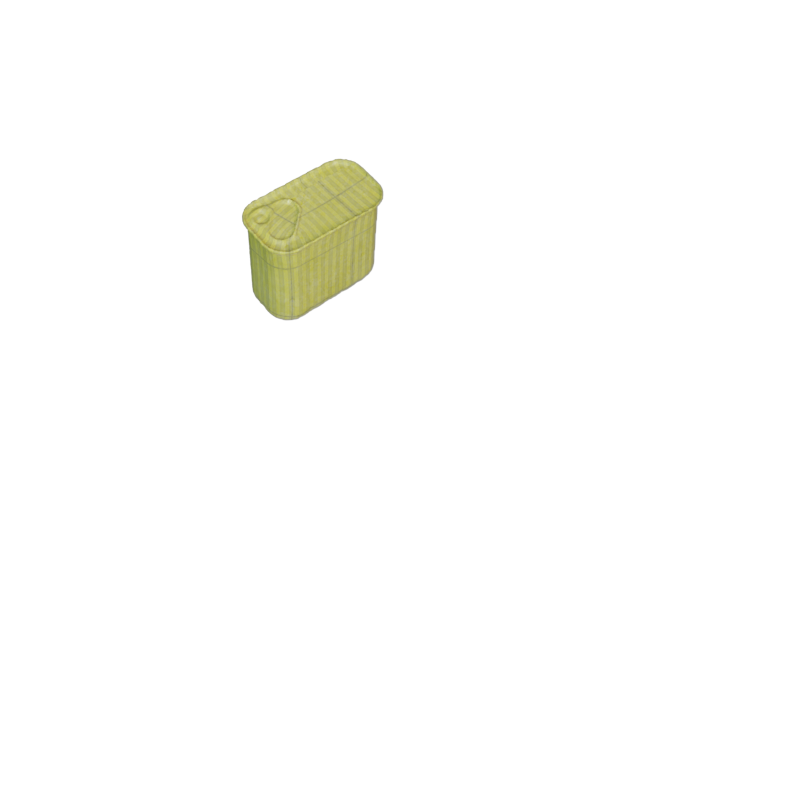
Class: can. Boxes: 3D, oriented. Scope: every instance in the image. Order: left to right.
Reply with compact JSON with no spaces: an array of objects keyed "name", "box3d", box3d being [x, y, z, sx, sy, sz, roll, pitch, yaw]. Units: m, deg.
[{"name":"can","box3d":[-0.064,-0.117,0.821,0.102,0.061,0.078,-32,-29,-23]}]
